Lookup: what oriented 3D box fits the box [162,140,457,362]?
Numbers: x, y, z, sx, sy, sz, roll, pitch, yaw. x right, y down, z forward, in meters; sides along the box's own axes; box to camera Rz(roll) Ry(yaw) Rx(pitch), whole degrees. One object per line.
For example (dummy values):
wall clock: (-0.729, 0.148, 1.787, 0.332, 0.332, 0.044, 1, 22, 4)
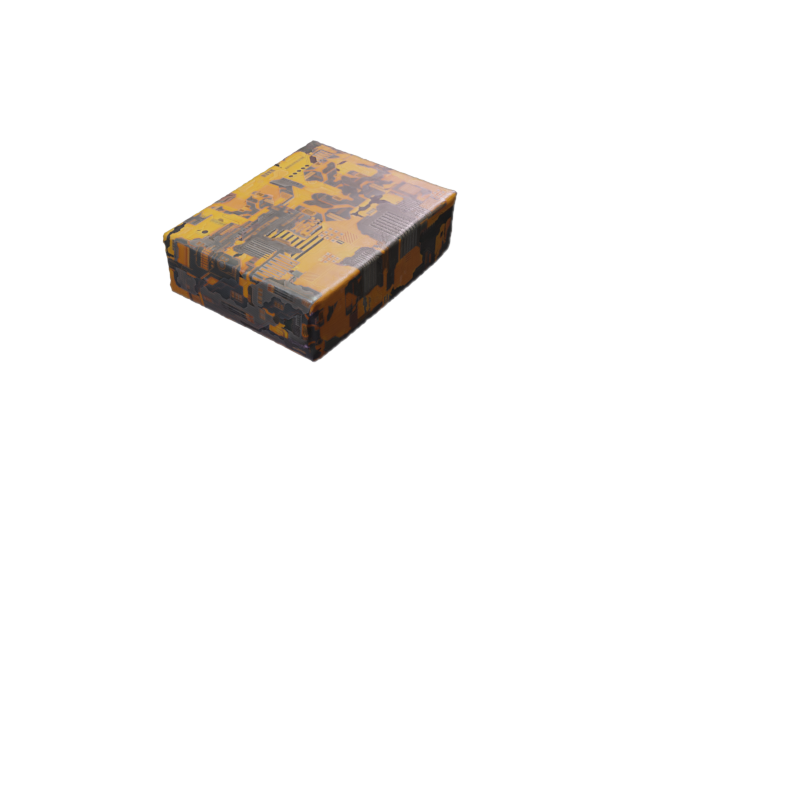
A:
box: (-0.041, -0.075, 0.523, 0.095, 0.036, 0.115, 25, 44, 28)
